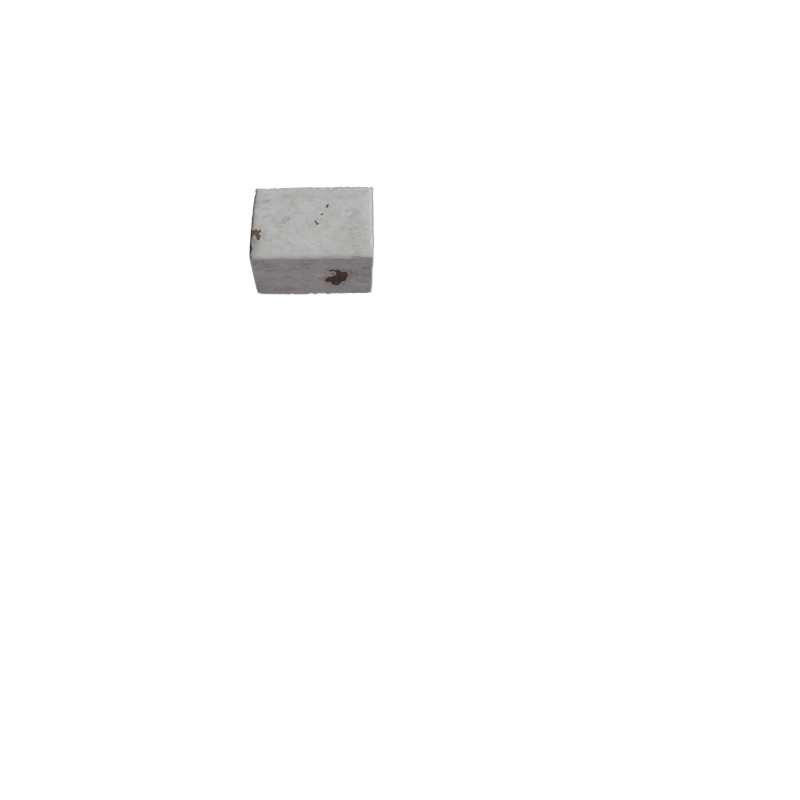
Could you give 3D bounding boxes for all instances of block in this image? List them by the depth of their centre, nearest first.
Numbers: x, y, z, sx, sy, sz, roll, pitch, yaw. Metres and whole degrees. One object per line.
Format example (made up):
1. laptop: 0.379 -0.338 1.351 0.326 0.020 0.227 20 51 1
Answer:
1. block: -0.056 -0.102 0.715 0.078 0.054 0.050 -1 -25 0
